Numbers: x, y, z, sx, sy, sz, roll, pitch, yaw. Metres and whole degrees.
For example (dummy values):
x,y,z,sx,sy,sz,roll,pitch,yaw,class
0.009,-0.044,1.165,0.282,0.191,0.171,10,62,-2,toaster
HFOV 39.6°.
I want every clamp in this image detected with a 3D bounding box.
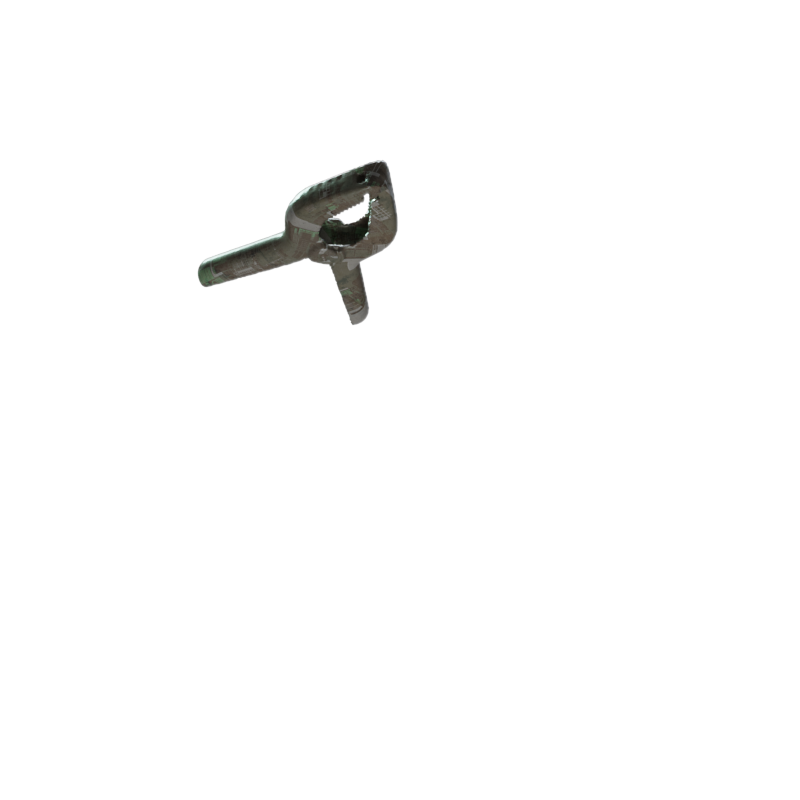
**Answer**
x,y,z,sx,sy,sz,roll,pitch,yaw,class
-0.074,-0.134,0.939,0.160,0.039,0.202,10,-31,-18,clamp
